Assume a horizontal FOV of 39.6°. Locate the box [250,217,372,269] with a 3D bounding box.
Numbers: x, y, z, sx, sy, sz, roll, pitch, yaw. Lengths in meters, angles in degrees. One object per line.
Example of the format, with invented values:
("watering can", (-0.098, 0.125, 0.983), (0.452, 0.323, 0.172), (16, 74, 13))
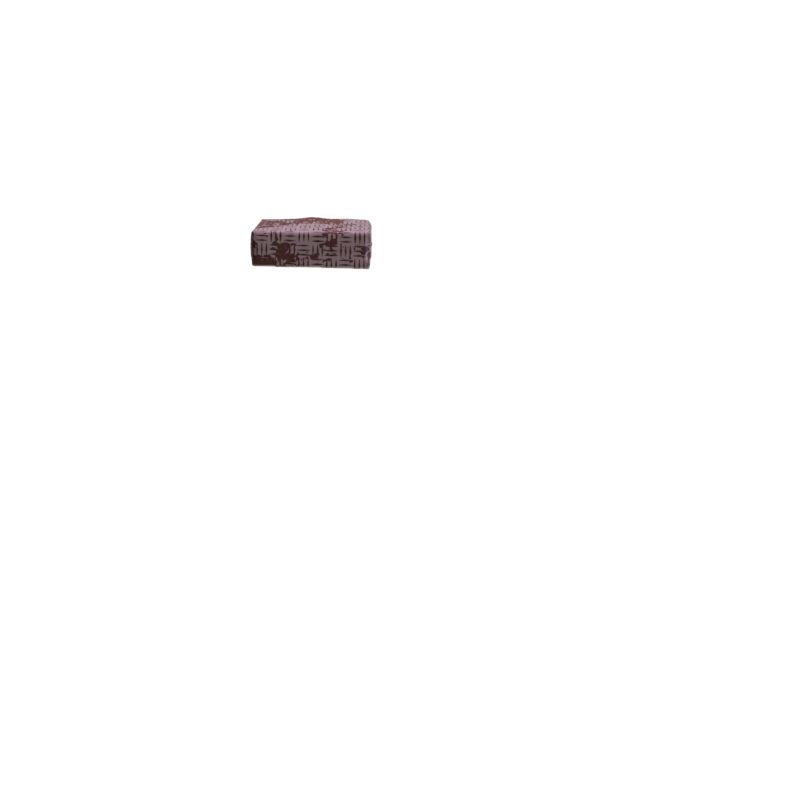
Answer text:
("box", (-0.066, -0.120, 0.842), (0.089, 0.029, 0.075), (0, 15, 1))
